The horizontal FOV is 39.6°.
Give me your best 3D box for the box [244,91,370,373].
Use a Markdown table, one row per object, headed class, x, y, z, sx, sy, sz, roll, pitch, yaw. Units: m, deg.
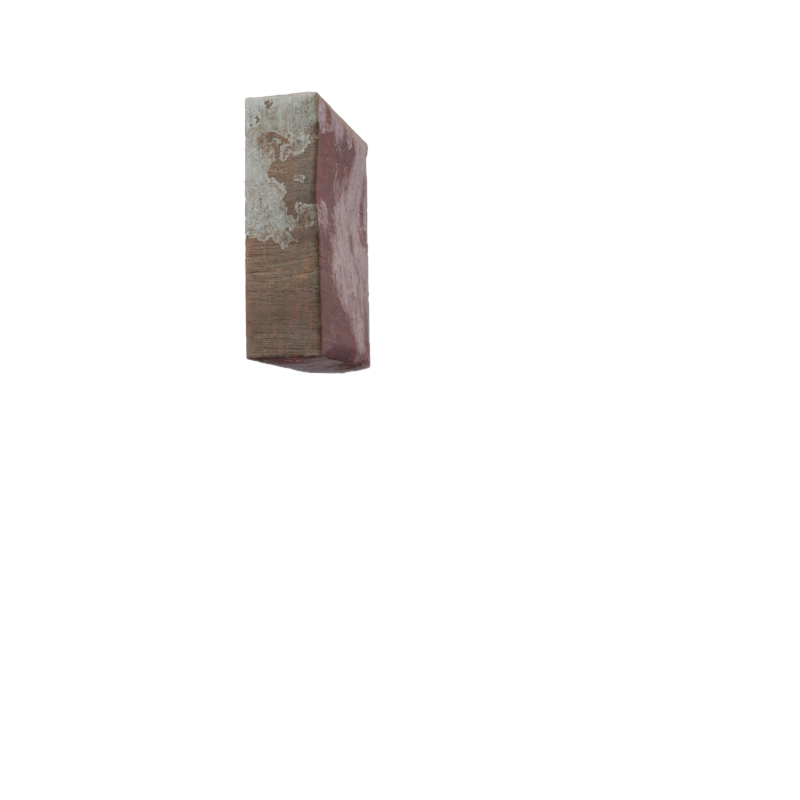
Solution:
| class | x | y | z | sx | sy | sz | roll | pitch | yaw |
| --- | --- | --- | --- | --- | --- | --- | --- | --- | --- |
| box | -0.074 | -0.134 | 0.941 | 0.073 | 0.219 | 0.158 | -3 | -8 | 13 |
